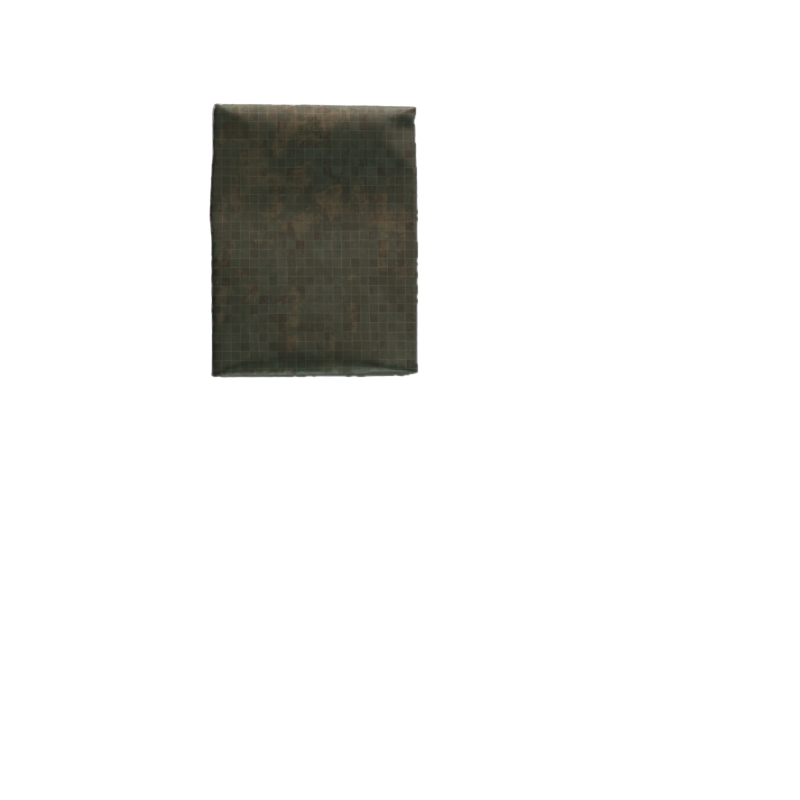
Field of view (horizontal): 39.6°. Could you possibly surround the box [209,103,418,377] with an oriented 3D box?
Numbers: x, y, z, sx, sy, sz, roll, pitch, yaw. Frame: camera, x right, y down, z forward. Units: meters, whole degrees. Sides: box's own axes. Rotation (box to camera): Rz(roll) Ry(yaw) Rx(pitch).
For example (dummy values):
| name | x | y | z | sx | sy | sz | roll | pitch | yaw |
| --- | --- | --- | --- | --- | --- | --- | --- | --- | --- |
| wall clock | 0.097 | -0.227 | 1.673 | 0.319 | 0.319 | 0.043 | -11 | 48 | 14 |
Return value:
| name | x | y | z | sx | sy | sz | roll | pitch | yaw |
| --- | --- | --- | --- | --- | --- | --- | --- | --- | --- |
| box | -0.069 | -0.126 | 0.885 | 0.163 | 0.215 | 0.072 | 0 | -2 | -5 |
